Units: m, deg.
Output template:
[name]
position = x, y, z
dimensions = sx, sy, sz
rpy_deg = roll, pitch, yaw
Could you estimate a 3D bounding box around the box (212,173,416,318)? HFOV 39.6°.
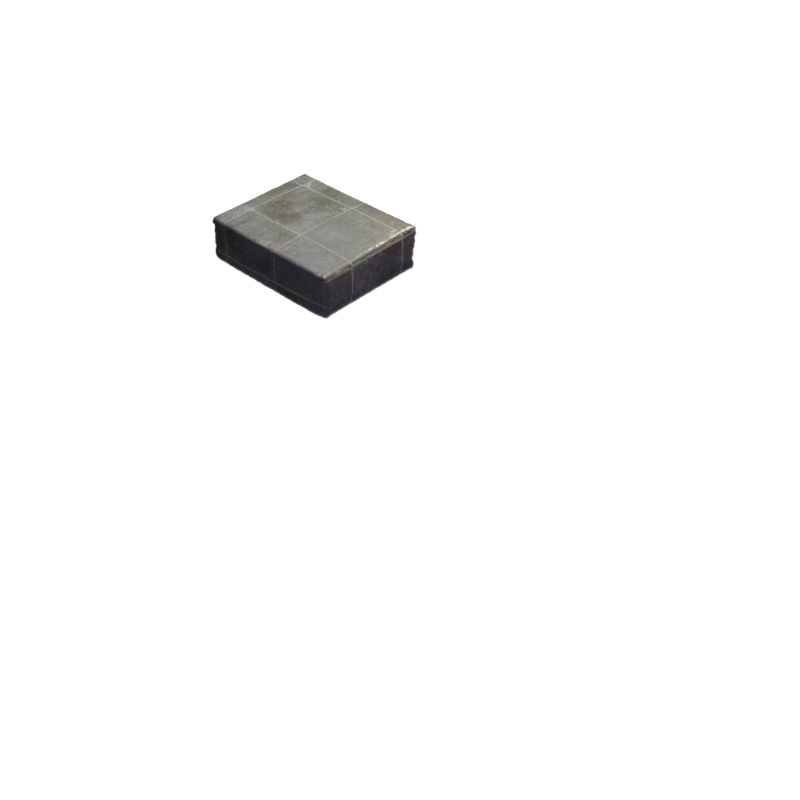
[box]
position = -0.060, -0.109, 0.765
dimensions = 0.121, 0.036, 0.090
rpy_deg = 31, 48, 33
